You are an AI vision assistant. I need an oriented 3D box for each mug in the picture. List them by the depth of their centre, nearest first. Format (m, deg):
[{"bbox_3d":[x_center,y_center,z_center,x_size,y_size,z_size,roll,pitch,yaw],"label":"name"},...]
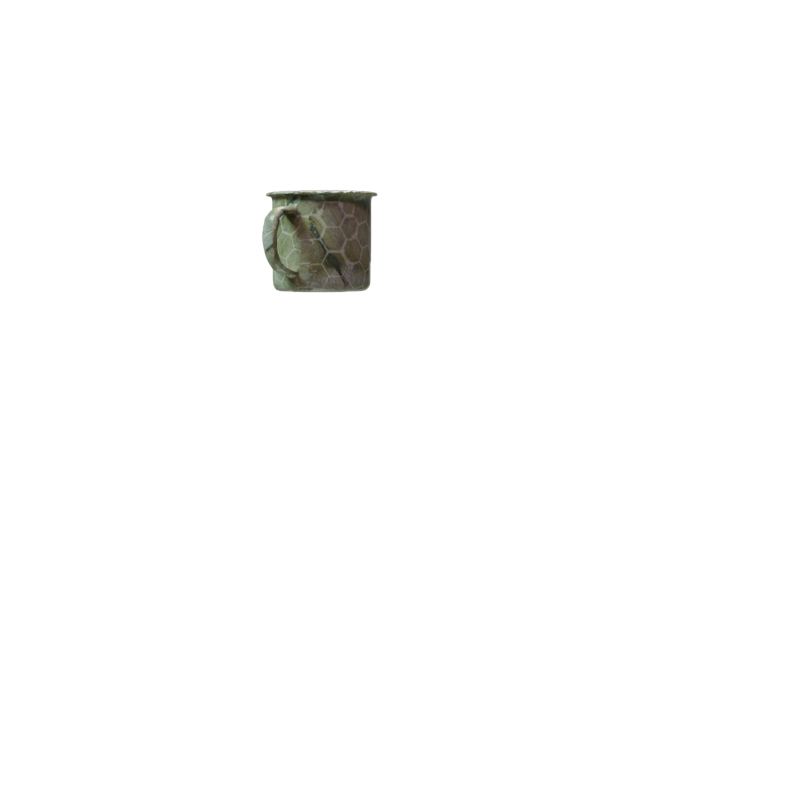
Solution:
[{"bbox_3d":[-0.071,-0.130,0.912,0.097,0.081,0.113,3,6,32],"label":"mug"}]
